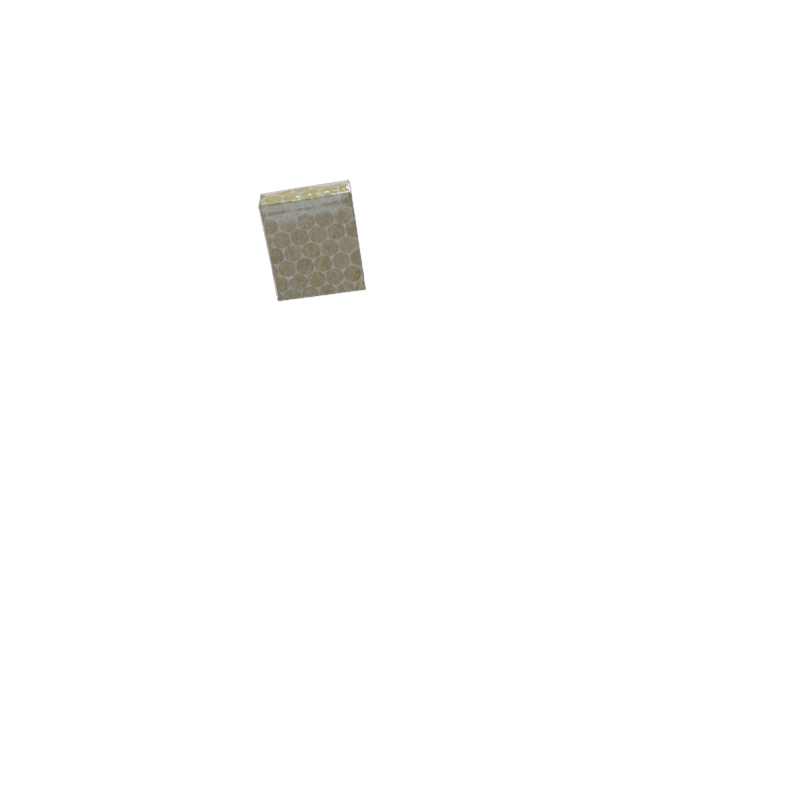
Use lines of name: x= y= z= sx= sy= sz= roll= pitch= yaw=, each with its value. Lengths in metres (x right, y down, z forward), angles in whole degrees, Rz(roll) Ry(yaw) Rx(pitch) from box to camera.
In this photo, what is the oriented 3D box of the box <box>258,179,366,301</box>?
box: x=-0.070 y=-0.127 z=0.888 sx=0.073 sy=0.084 sz=0.032 roll=-8 pitch=26 yaw=3
